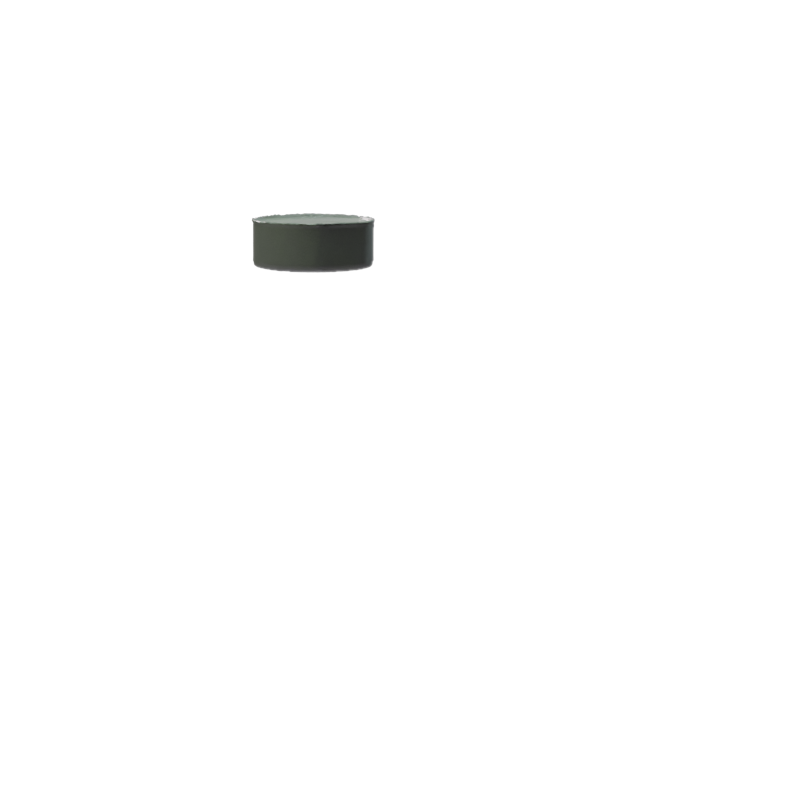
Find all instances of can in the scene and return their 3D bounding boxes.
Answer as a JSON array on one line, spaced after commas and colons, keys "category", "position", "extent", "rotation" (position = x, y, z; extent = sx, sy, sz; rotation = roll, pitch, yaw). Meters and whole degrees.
[{"category": "can", "position": [-0.061, -0.111, 0.775], "extent": [0.086, 0.033, 0.088], "rotation": [0, 13, -2]}]
